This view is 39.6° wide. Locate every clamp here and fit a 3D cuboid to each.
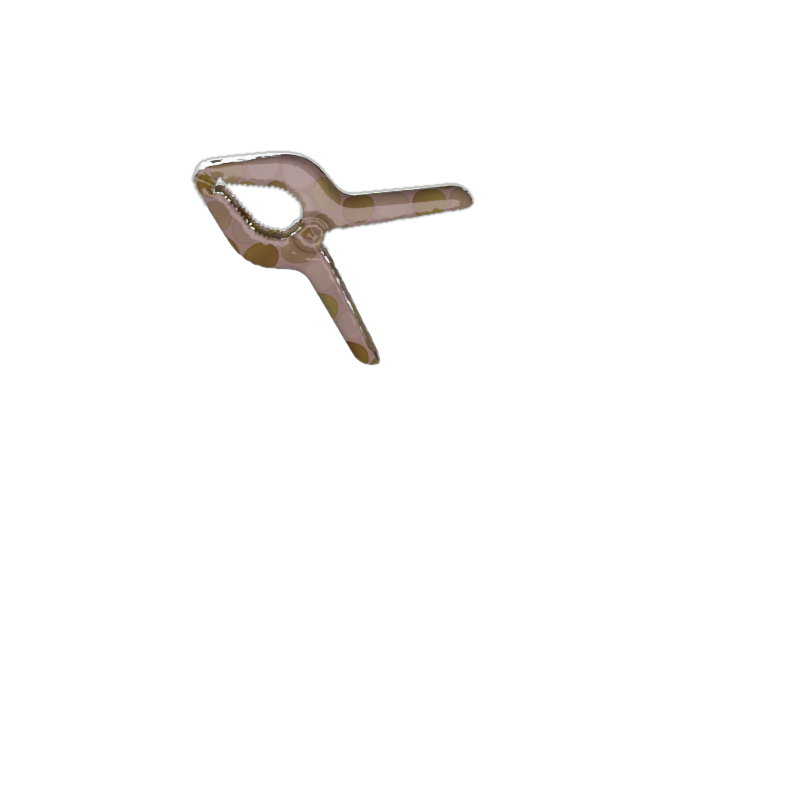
[{"bbox_3d":[-0.068,-0.124,0.871,0.207,0.160,0.038,20,17,-7],"label":"clamp"}]
